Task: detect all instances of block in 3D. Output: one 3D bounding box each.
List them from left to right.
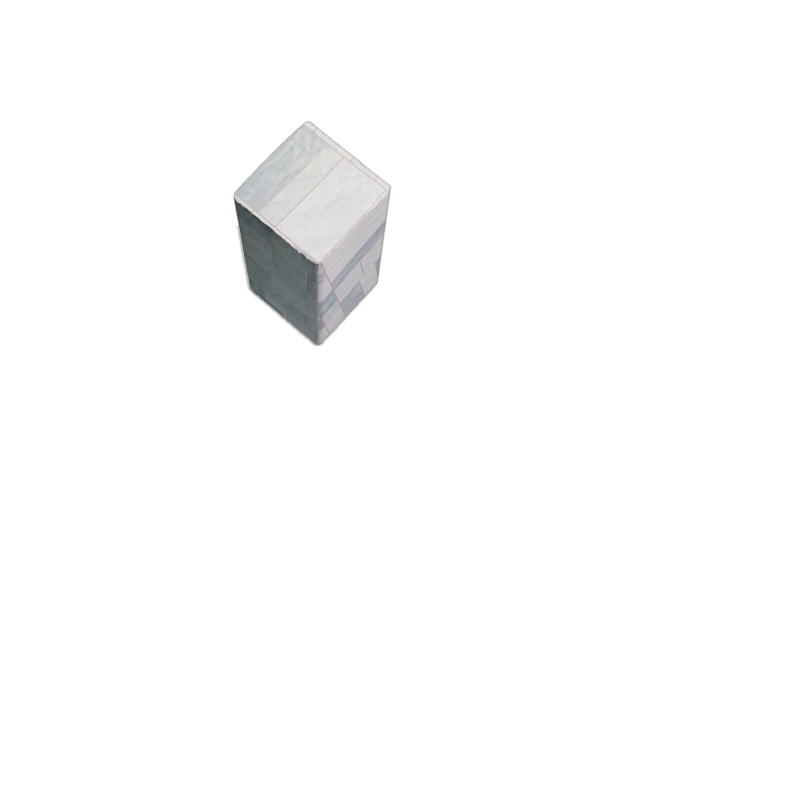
[{"bbox_3d":[-0.074,-0.134,0.937,0.093,0.091,0.198,40,-15,8],"label":"block"}]
